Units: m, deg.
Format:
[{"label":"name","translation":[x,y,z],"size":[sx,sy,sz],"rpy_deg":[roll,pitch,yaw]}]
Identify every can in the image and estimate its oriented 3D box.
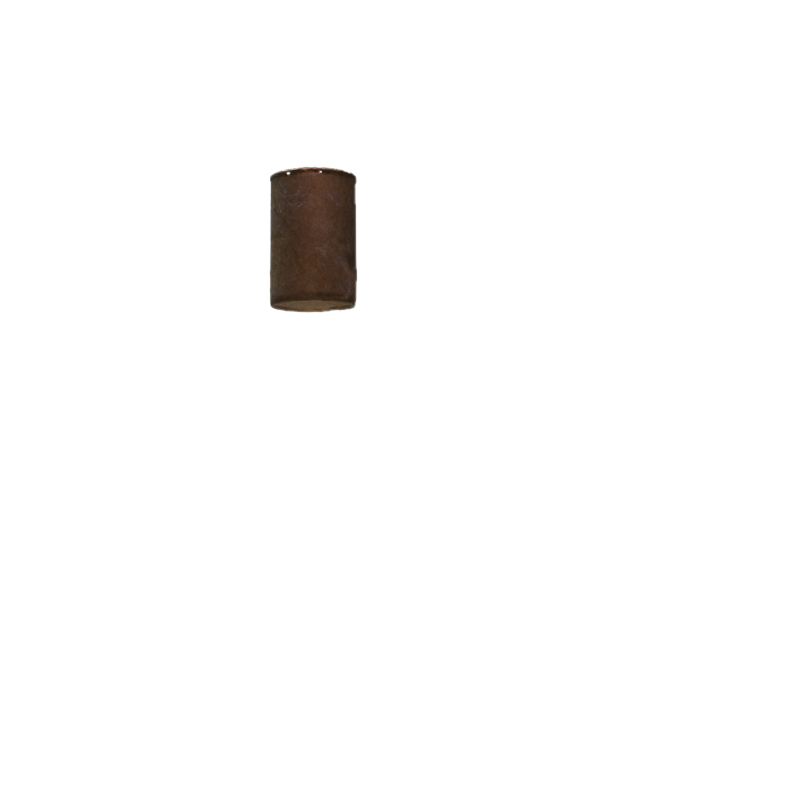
[{"label":"can","translation":[-0.067,-0.122,0.856],"size":[0.068,0.105,0.067],"rpy_deg":[0,-8,-2]}]
